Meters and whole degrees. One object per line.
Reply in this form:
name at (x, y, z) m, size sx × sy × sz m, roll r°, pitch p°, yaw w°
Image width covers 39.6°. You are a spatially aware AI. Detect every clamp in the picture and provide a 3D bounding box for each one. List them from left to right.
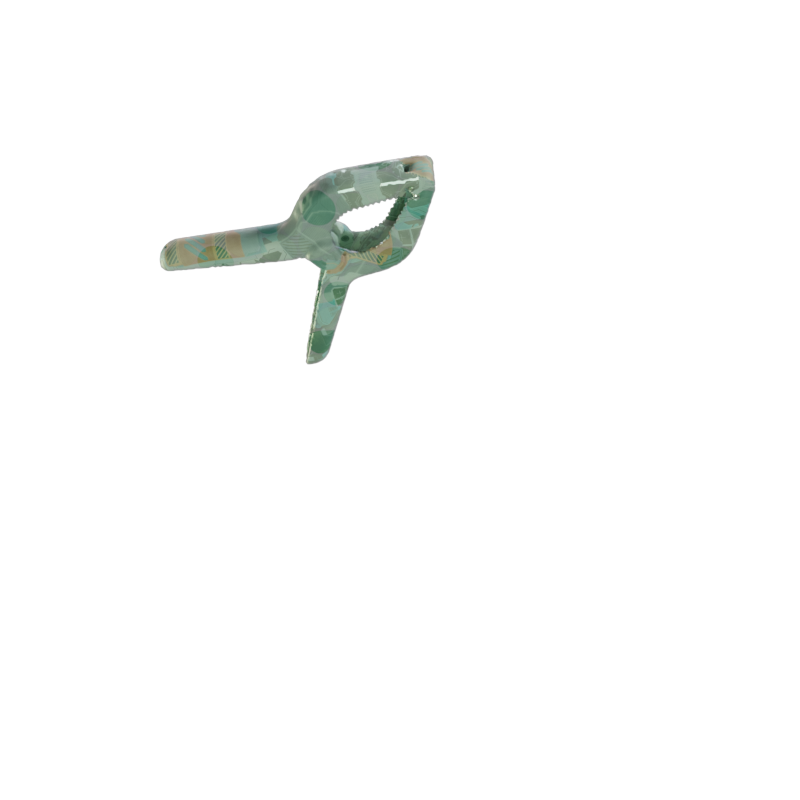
clamp at (-0.064, -0.116, 0.813) m, size 0.156 × 0.039 × 0.207 m, roll 29°, pitch -50°, yaw -28°
